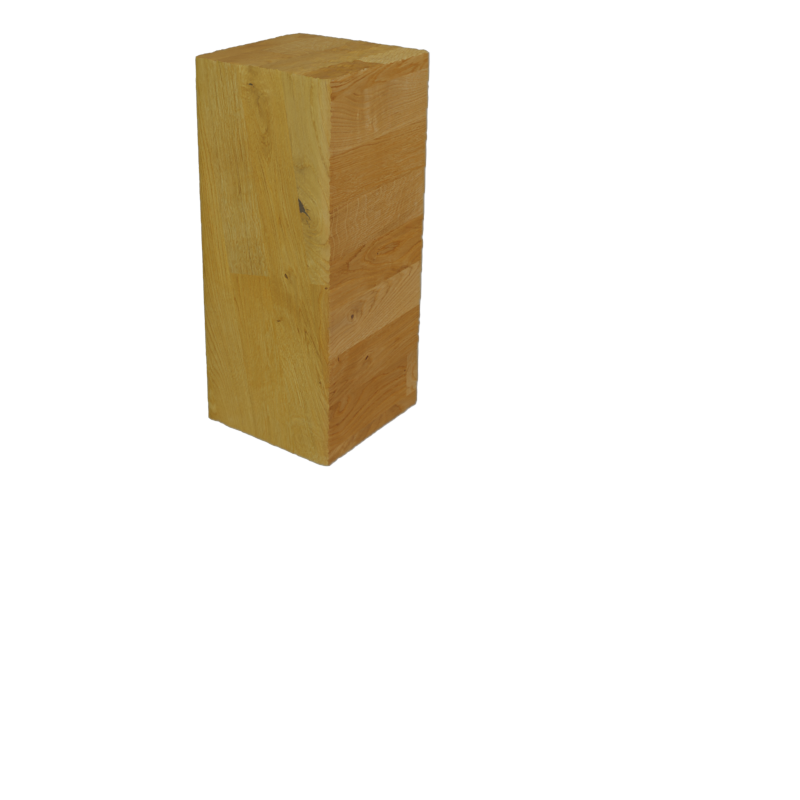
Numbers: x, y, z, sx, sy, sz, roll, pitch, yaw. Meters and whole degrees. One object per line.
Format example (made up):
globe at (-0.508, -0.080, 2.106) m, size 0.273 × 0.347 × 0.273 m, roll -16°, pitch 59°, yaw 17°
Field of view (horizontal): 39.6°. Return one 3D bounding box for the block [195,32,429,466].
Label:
block at (-0.047, -0.086, 0.601) m, size 0.095 × 0.196 × 0.090 m, roll 17°, pitch 27°, yaw 31°
